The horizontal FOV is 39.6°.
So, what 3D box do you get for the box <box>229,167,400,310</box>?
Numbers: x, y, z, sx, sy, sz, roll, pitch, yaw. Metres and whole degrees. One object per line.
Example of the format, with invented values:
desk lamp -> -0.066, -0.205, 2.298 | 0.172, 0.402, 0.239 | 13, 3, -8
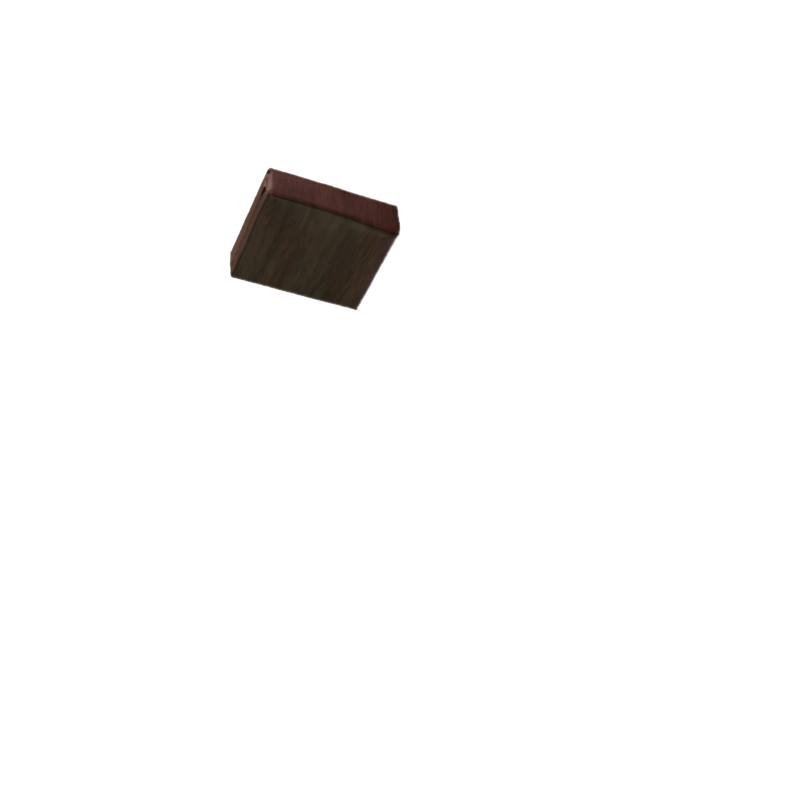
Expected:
box -> -0.068, -0.125, 0.875 | 0.110, 0.086, 0.042 | 17, 40, -15
